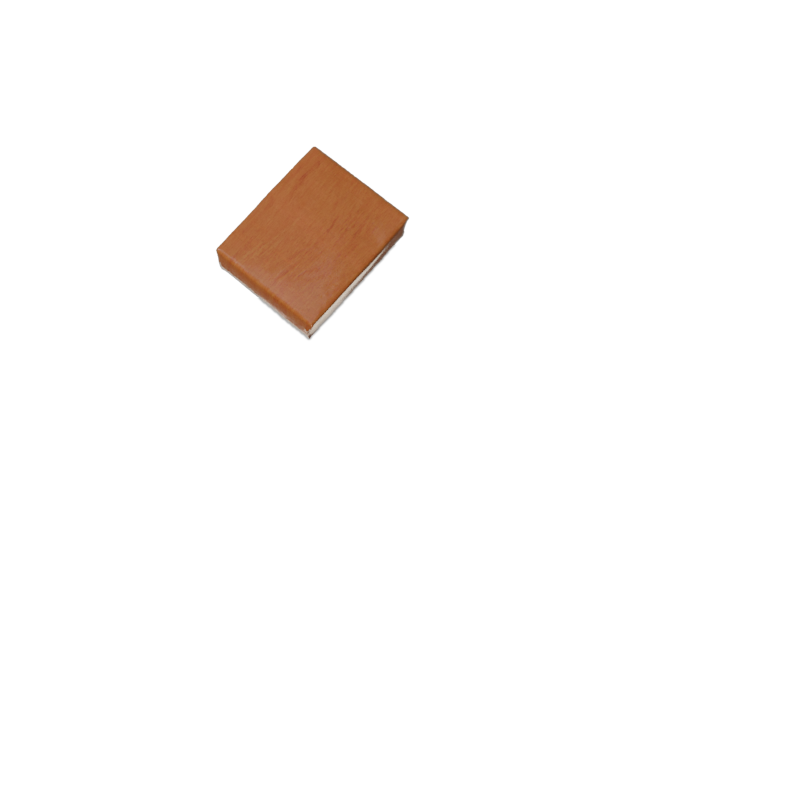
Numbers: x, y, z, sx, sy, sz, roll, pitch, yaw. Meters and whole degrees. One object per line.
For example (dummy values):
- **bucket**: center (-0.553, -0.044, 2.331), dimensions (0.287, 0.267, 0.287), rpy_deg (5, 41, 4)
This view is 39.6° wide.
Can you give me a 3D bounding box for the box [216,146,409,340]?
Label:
- **box**: center (-0.063, -0.115, 0.803), dimensions (0.093, 0.115, 0.037), rpy_deg (37, -16, 12)
